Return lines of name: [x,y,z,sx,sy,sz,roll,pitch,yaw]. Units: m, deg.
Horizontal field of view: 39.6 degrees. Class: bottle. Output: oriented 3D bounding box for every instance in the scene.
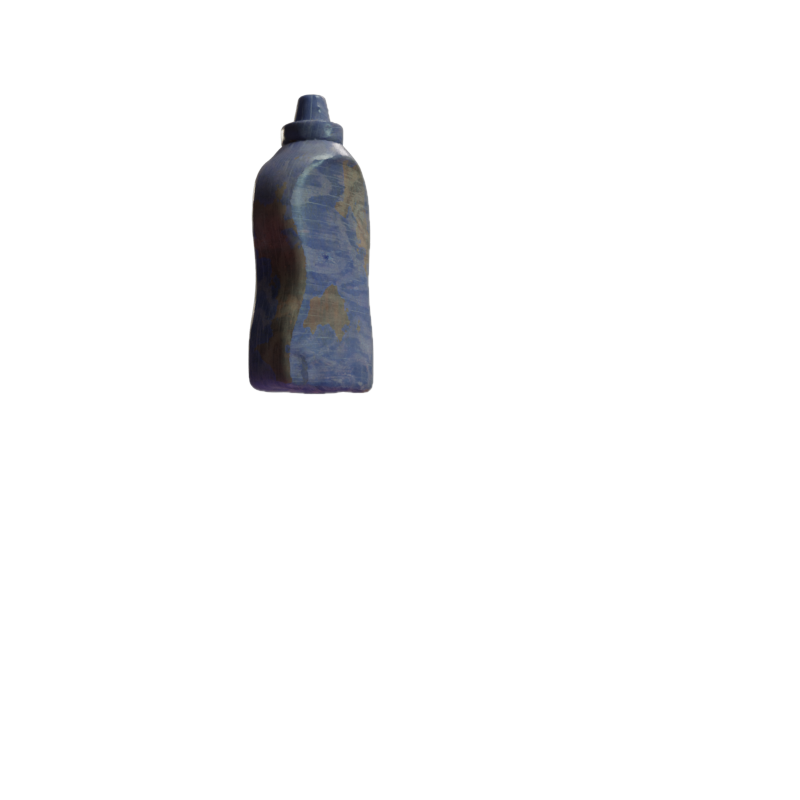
bottle: [-0.056,-0.101,0.710,0.060,0.196,0.091,-7,-10,36]
